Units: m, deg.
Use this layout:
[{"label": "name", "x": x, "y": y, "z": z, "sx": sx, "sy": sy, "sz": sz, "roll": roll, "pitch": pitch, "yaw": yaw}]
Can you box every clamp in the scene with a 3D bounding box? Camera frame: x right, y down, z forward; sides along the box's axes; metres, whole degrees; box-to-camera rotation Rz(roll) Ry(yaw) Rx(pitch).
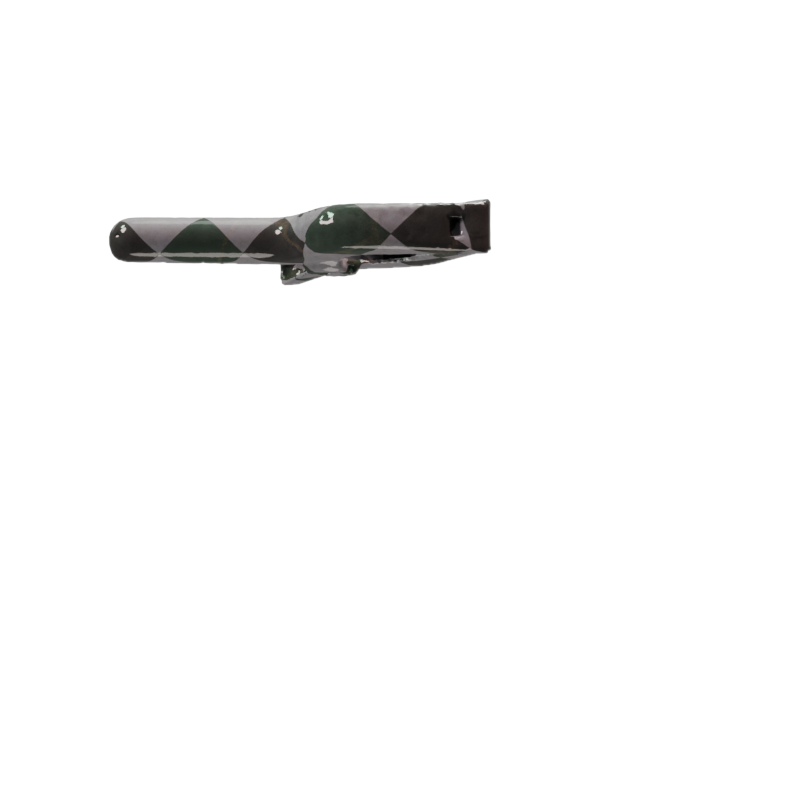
[{"label": "clamp", "x": -0.049, "y": -0.089, "z": 0.625, "sx": 0.217, "sy": 0.037, "sz": 0.157, "roll": 0, "pitch": 0, "yaw": 43}]
